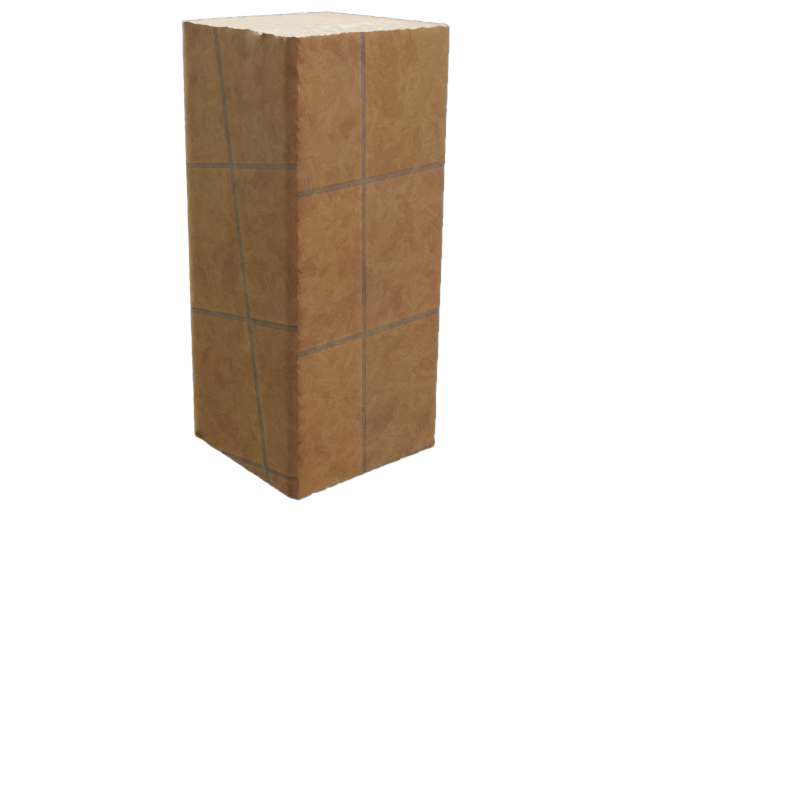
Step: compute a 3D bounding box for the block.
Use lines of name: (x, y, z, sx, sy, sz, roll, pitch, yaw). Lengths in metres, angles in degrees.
block: (-0.041, -0.075, 0.526, 0.089, 0.198, 0.096, -14, 24, -39)
